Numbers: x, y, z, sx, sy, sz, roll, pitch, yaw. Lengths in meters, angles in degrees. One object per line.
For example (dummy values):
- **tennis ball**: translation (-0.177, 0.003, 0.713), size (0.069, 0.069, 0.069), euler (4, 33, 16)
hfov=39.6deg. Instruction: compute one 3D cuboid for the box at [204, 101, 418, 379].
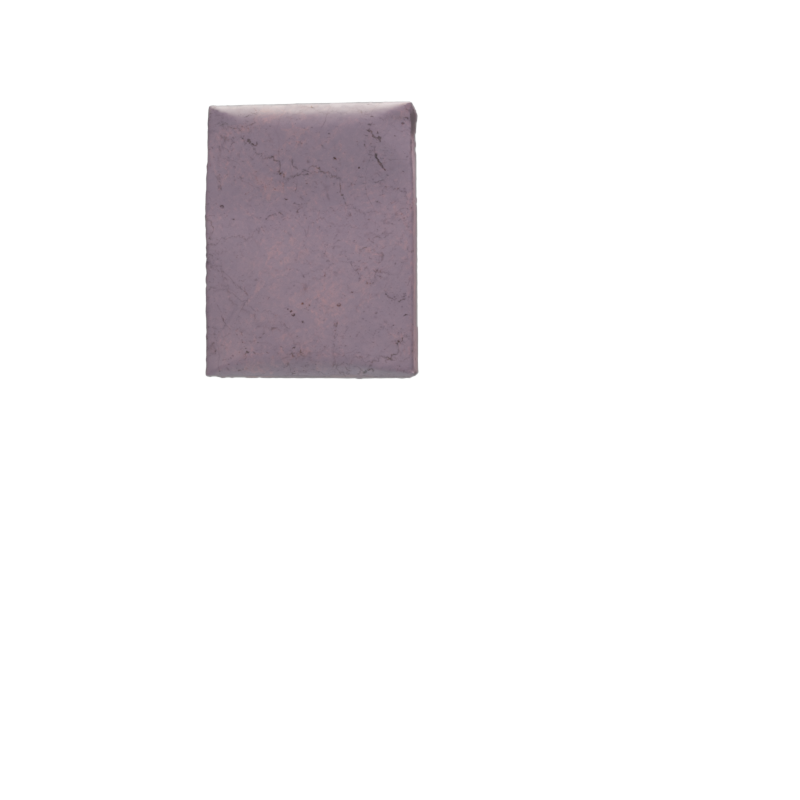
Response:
- **box**: translation (-0.069, -0.125, 0.876), size (0.165, 0.216, 0.071), euler (0, -3, 6)
